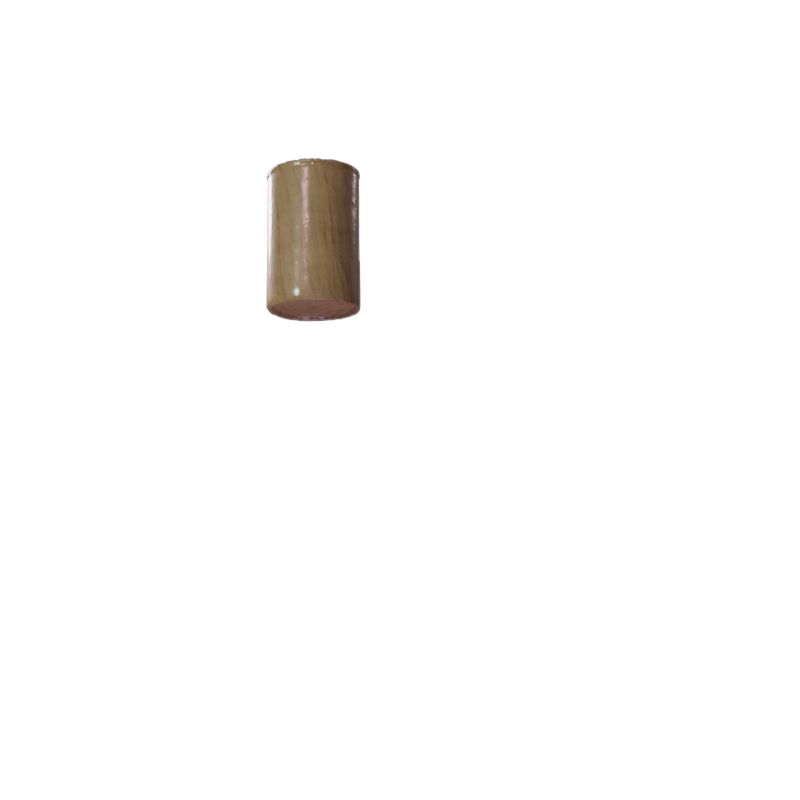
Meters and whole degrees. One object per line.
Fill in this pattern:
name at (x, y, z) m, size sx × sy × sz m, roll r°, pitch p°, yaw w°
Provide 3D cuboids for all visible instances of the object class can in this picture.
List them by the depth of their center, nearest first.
can at (-0.062, -0.113, 0.792) m, size 0.068 × 0.106 × 0.066 m, roll 0°, pitch -15°, yaw -2°
